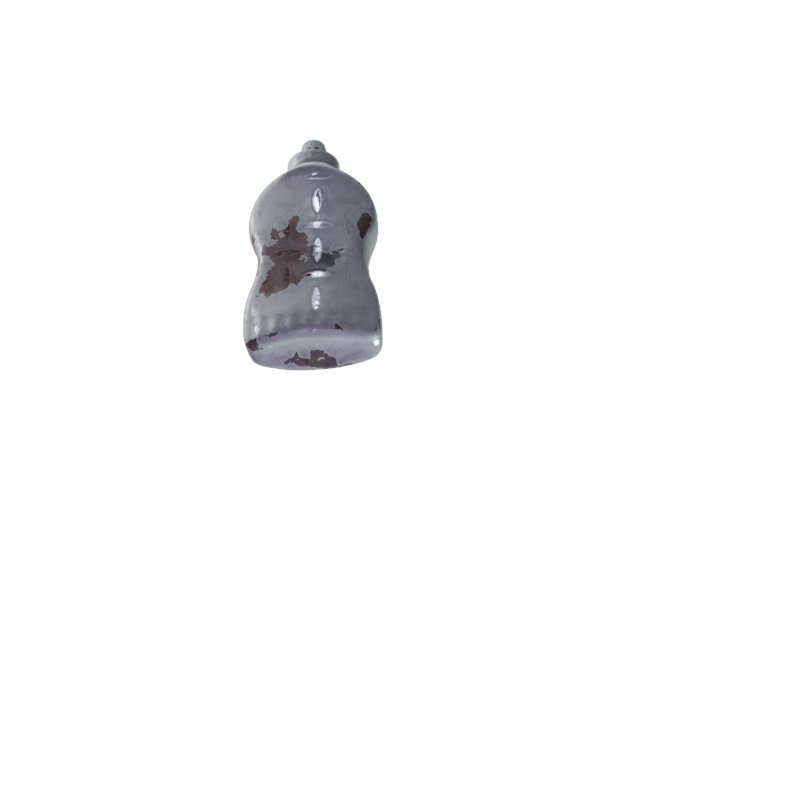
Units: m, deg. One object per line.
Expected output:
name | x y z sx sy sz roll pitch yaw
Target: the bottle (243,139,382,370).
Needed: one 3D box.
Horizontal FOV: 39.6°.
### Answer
bottle | -0.064 -0.117 0.822 0.097 0.205 0.054 -6 -34 6
